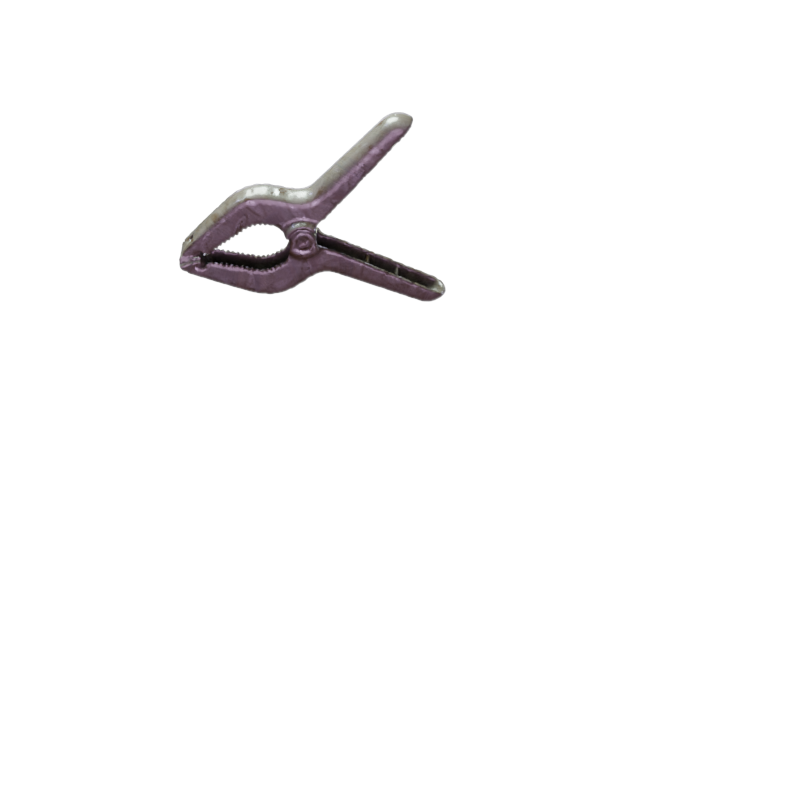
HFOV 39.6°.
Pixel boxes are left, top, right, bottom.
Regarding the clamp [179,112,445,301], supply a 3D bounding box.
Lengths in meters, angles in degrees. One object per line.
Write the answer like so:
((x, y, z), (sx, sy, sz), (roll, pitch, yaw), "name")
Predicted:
((-0.069, -0.126, 0.881), (0.211, 0.154, 0.039), (-16, 29, 9), "clamp")
